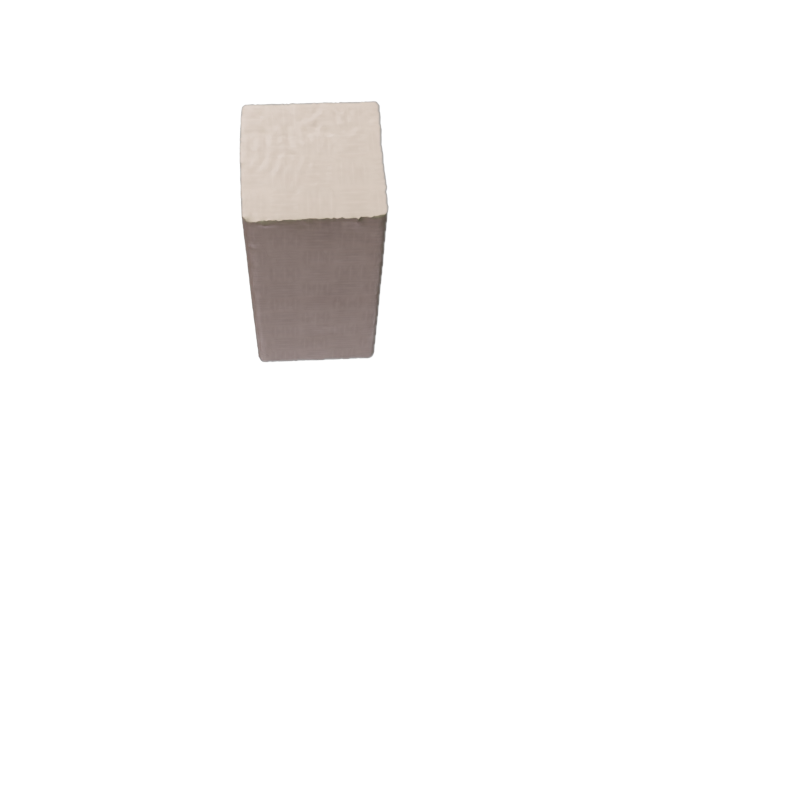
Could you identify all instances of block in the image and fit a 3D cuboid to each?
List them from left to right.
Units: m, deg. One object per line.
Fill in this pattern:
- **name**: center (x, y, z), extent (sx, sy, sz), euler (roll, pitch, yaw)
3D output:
- **block**: center (-0.061, -0.110, 0.773), extent (0.090, 0.096, 0.195), euler (-2, -25, -4)
